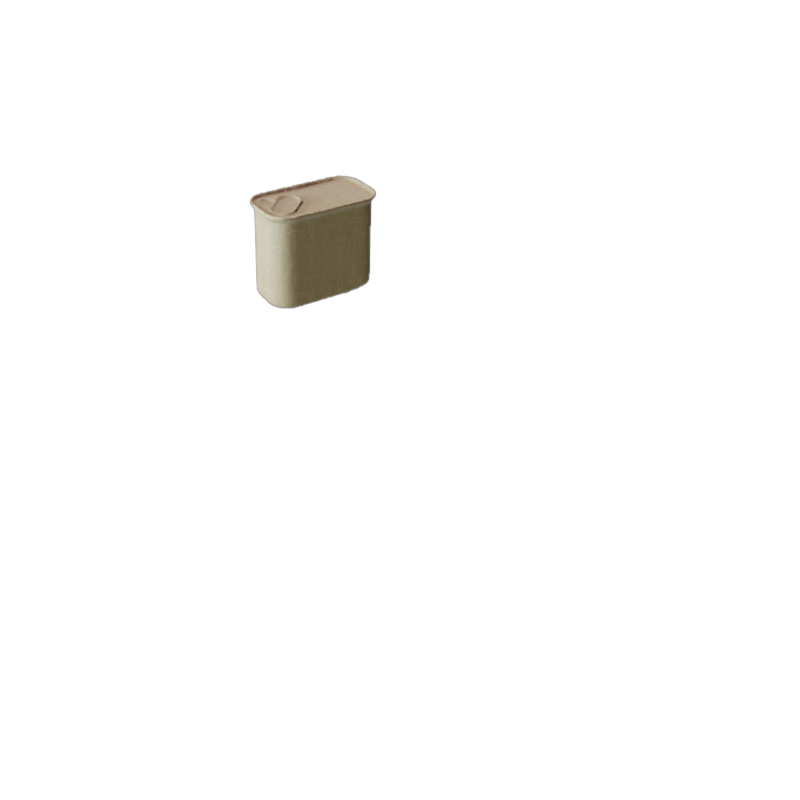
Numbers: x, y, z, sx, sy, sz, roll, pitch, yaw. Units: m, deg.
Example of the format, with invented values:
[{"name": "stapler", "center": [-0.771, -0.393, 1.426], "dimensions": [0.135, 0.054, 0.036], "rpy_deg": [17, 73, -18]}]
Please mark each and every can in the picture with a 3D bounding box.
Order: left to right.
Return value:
[{"name": "can", "center": [-0.072, -0.131, 0.918], "dimensions": [0.100, 0.079, 0.062], "rpy_deg": [-18, 34, -29]}]
